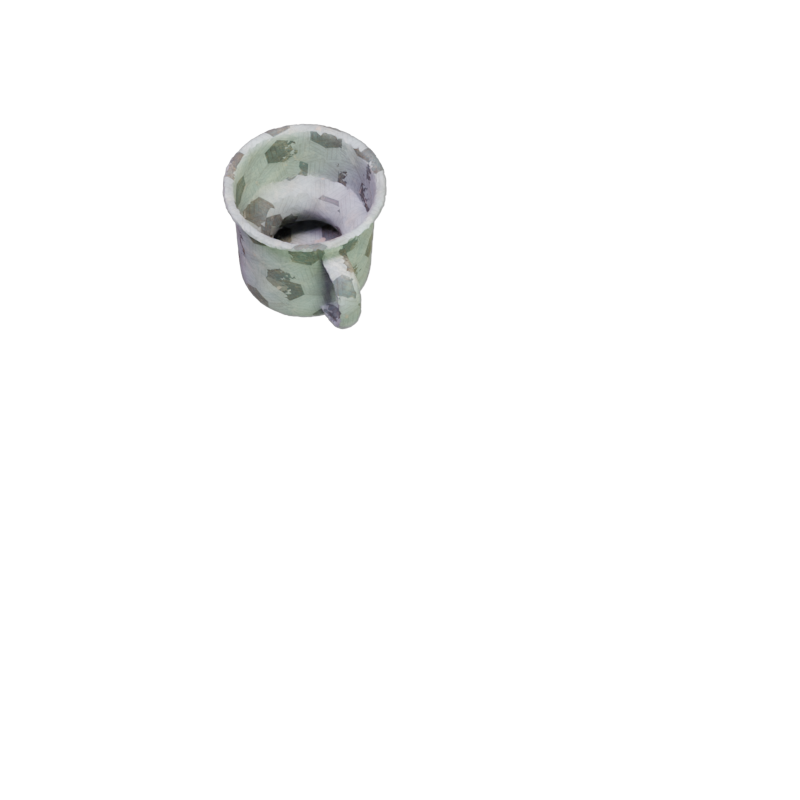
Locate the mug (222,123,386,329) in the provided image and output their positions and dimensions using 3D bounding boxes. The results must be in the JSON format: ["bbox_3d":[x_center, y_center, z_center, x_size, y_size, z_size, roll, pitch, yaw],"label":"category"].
[{"bbox_3d":[-0.051,-0.093,0.652,0.093,0.126,0.076,-22,-30,-15],"label":"mug"}]
